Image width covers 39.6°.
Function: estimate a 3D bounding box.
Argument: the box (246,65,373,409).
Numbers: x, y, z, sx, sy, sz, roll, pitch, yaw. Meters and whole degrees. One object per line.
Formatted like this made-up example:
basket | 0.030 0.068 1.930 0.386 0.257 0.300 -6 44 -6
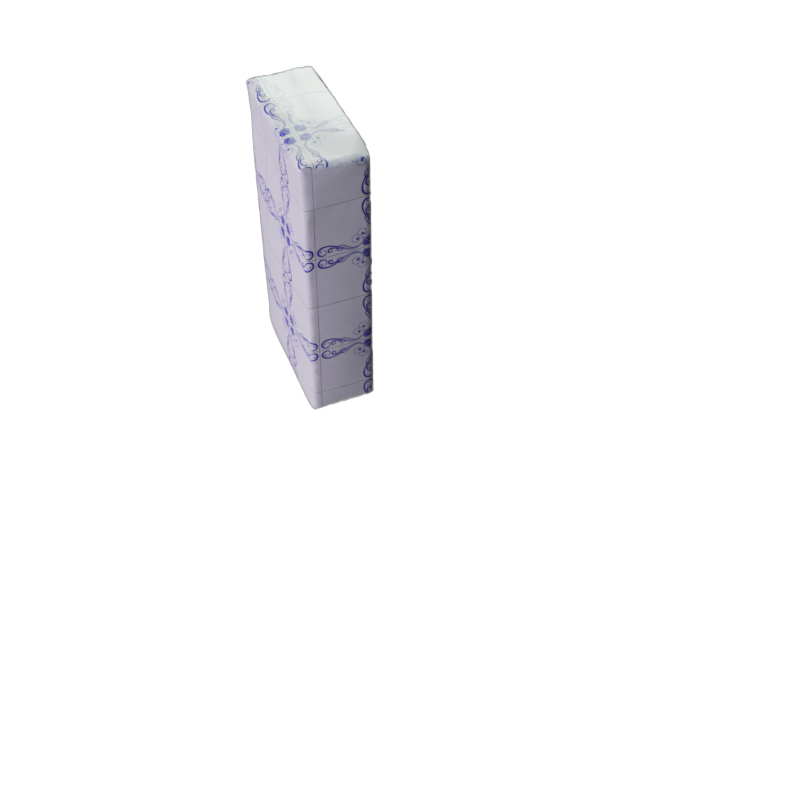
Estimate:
box | -0.049 -0.090 0.629 0.047 0.164 0.101 -13 46 -17
